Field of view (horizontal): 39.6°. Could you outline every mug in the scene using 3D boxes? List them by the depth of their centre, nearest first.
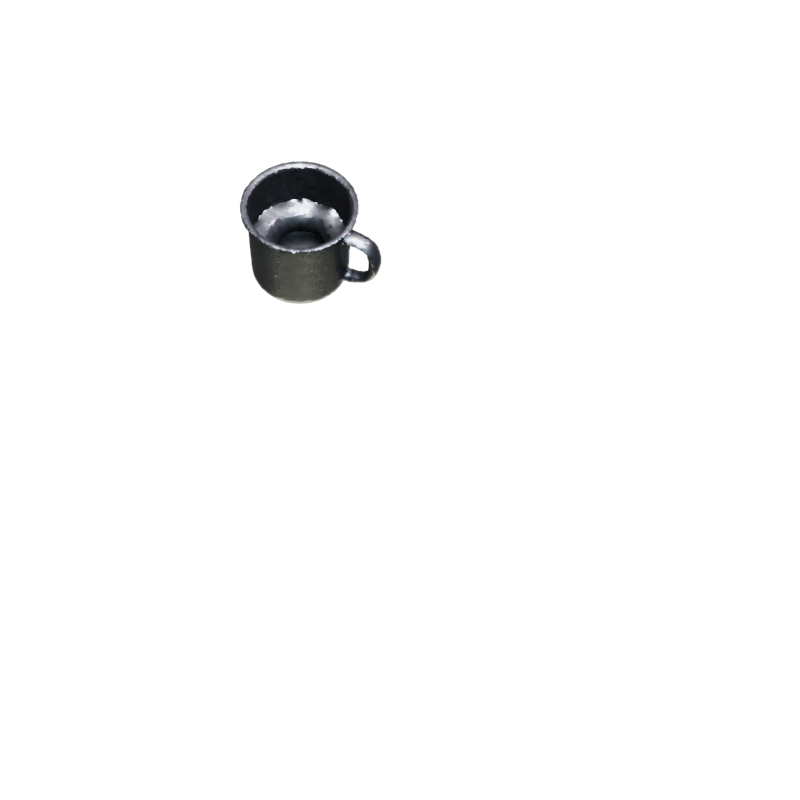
[{"bbox_3d":[-0.070,-0.128,0.894,0.120,0.097,0.076,20,-32,12],"label":"mug"}]
